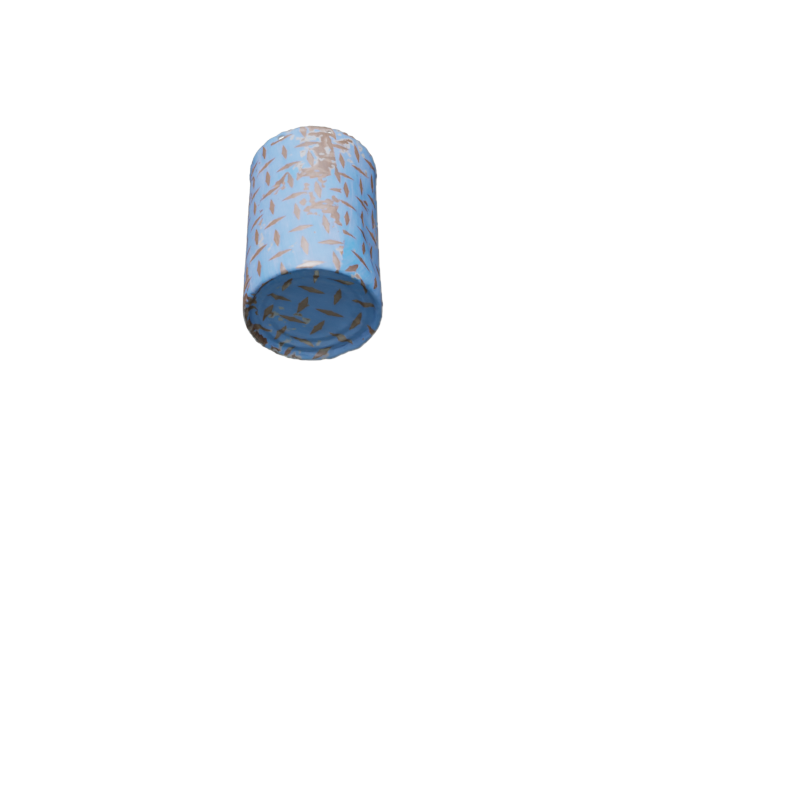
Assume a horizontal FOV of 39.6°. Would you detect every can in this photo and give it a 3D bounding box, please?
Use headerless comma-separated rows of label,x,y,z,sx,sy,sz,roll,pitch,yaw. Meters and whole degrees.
can,-0.043,-0.079,0.553,0.068,0.110,0.064,-1,-43,-3
